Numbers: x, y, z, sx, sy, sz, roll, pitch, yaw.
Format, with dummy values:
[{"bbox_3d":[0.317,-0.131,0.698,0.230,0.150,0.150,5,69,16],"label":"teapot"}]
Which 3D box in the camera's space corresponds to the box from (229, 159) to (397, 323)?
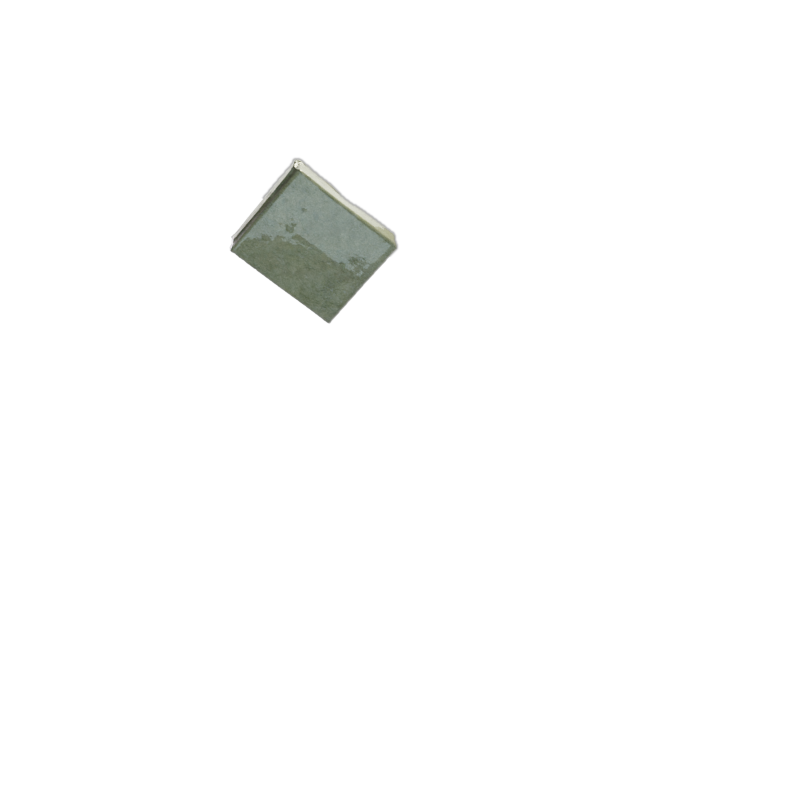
[{"bbox_3d":[-0.059,-0.107,0.748,0.086,0.072,0.032,37,17,-14],"label":"box"}]
